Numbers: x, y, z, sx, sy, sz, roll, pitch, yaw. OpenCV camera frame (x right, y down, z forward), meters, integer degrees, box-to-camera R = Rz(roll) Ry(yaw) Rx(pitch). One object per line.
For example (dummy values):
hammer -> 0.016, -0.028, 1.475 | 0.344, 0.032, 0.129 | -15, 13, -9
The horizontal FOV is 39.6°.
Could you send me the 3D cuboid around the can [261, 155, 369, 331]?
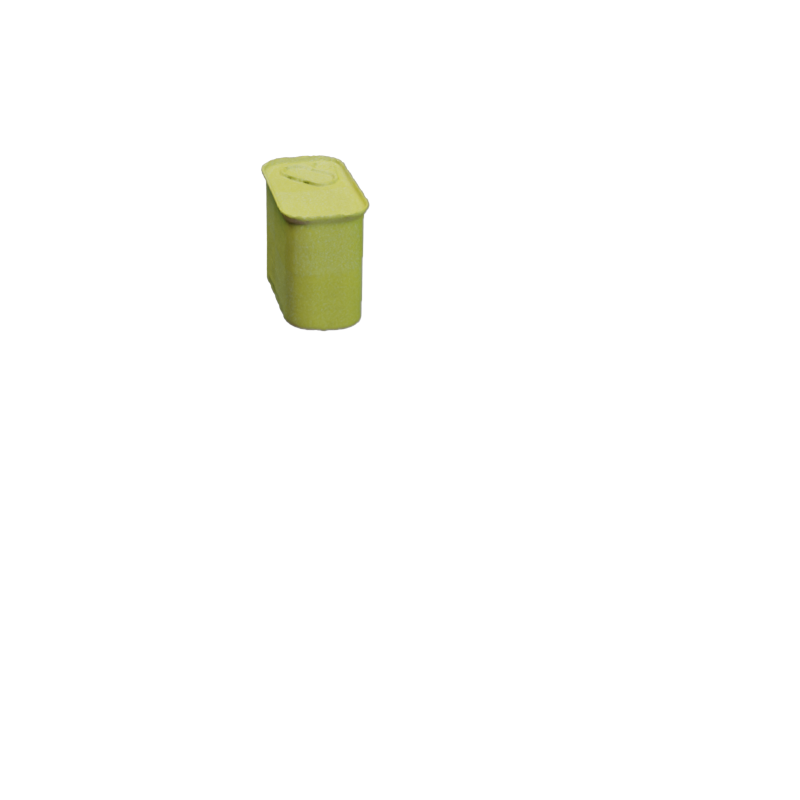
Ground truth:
can -> -0.058, -0.105, 0.735 | 0.057, 0.079, 0.109 | -6, 31, -14
